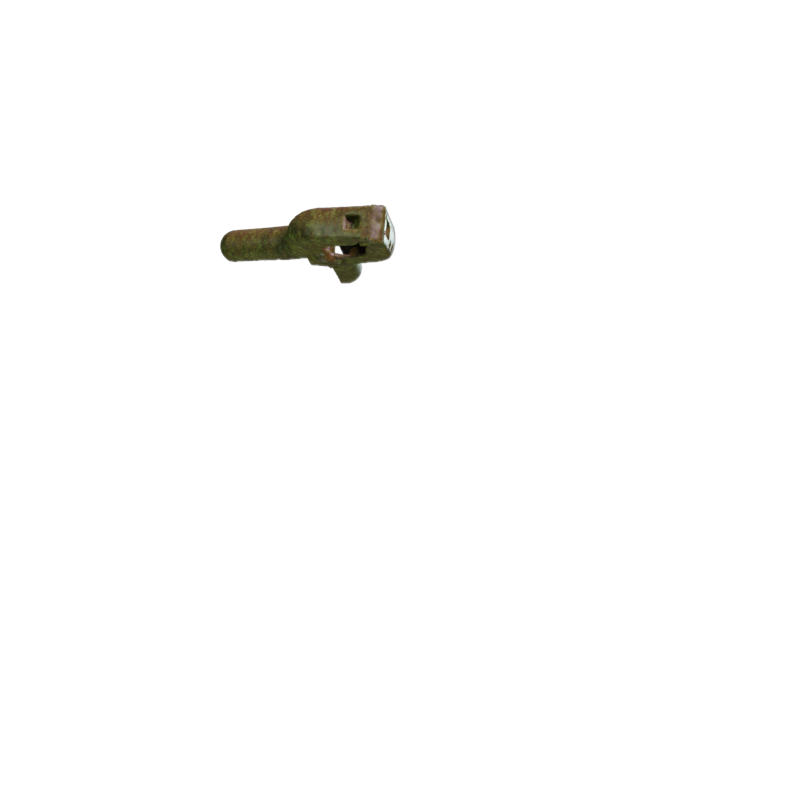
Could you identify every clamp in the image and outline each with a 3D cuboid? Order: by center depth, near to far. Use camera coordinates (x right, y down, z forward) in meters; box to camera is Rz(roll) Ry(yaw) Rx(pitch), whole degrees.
[{"bbox_3d":[-0.065,-0.119,0.833,0.117,0.040,0.171,2,-7,-18],"label":"clamp"}]
